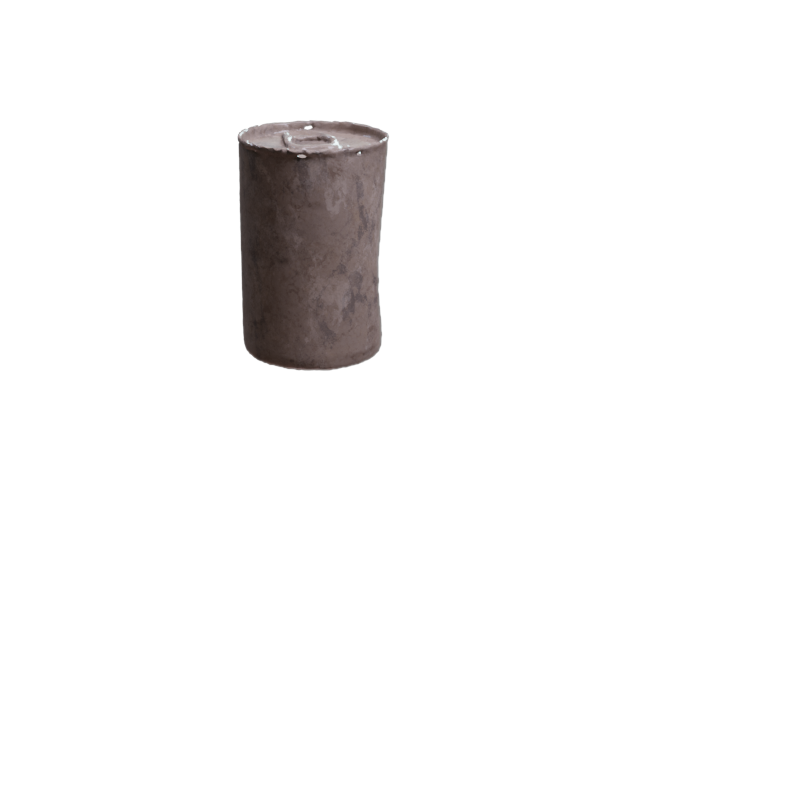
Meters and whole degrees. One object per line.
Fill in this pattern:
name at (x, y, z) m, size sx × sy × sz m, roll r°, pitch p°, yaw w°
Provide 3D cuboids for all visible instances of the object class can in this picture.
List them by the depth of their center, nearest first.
can at (-0.040, -0.073, 0.513) m, size 0.068 × 0.098 × 0.072 m, roll 0°, pitch 20°, yaw -2°
